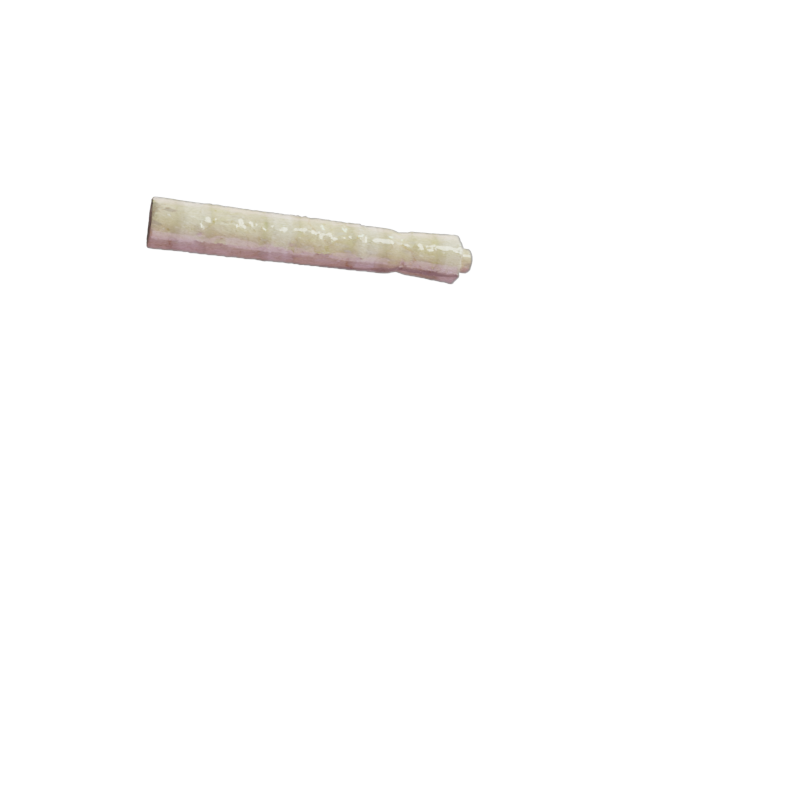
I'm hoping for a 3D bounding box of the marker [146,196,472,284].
[{"bbox_3d":[-0.032,-0.058,0.409,0.119,0.020,0.020,5,3,-11],"label":"marker"}]
